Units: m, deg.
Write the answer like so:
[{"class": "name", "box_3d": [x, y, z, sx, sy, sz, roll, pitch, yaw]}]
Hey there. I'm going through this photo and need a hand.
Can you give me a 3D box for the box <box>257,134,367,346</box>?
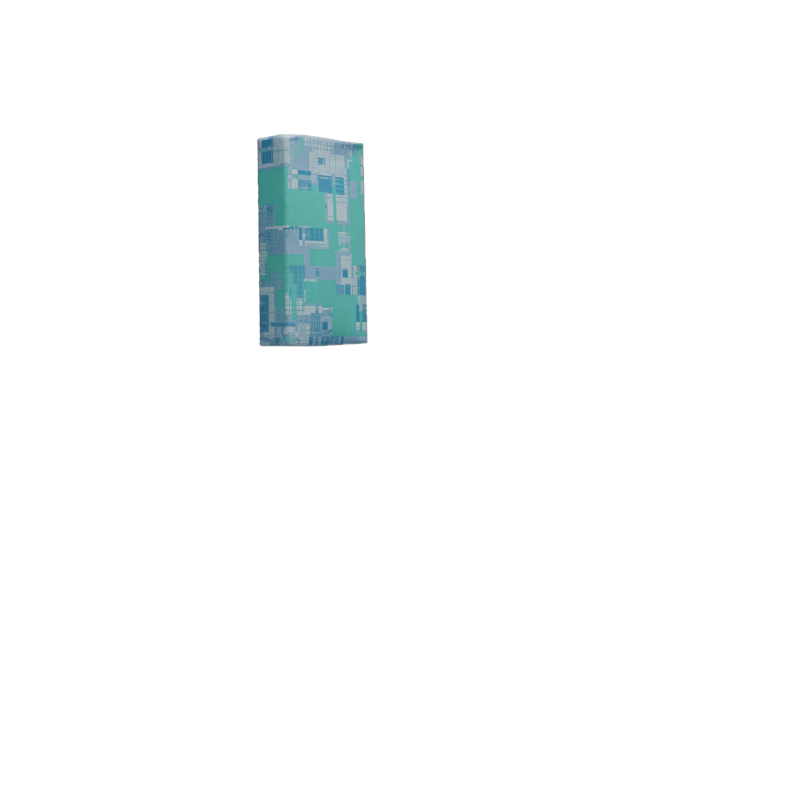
[{"class": "box", "box_3d": [-0.074, -0.135, 0.945, 0.090, 0.177, 0.050, 0, -1, -43]}]
